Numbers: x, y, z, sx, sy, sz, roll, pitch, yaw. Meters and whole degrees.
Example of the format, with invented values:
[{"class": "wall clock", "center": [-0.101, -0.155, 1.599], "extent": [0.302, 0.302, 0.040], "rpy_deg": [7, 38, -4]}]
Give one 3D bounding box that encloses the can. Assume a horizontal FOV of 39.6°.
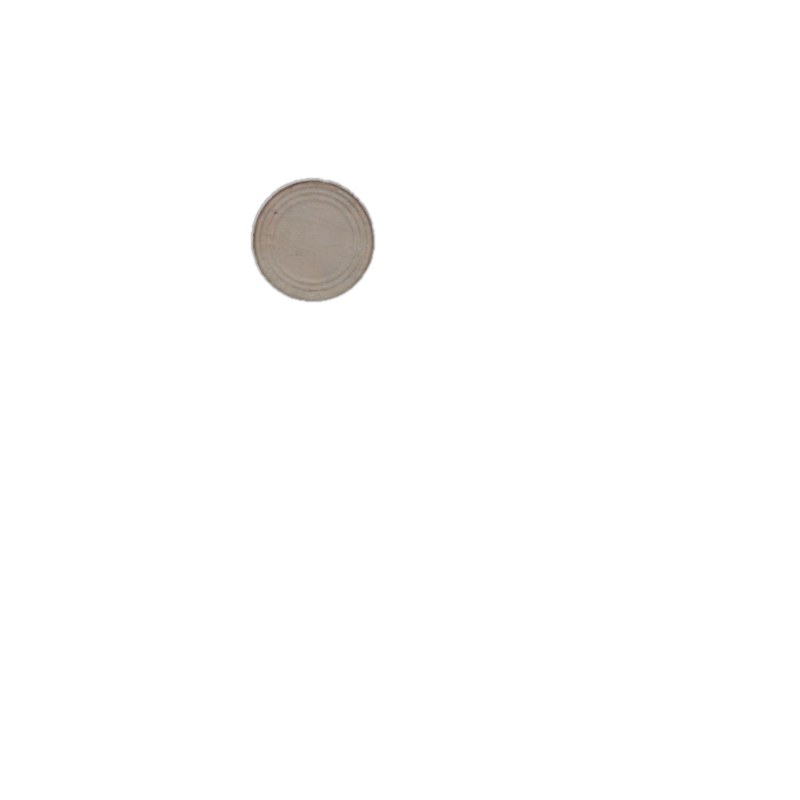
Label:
[{"class": "can", "center": [-0.062, -0.113, 0.790], "extent": [0.086, 0.087, 0.033], "rpy_deg": [0, -3, -1]}]
